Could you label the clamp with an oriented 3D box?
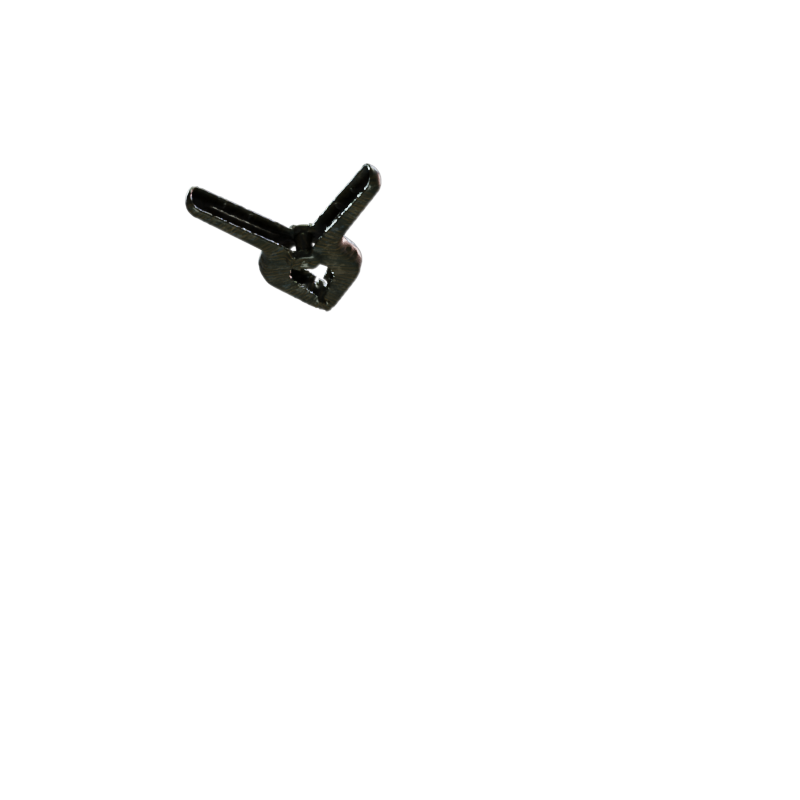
[{"bbox_3d":[-0.077,-0.140,0.984,0.167,0.039,0.195,-7,-27,14],"label":"clamp"}]
